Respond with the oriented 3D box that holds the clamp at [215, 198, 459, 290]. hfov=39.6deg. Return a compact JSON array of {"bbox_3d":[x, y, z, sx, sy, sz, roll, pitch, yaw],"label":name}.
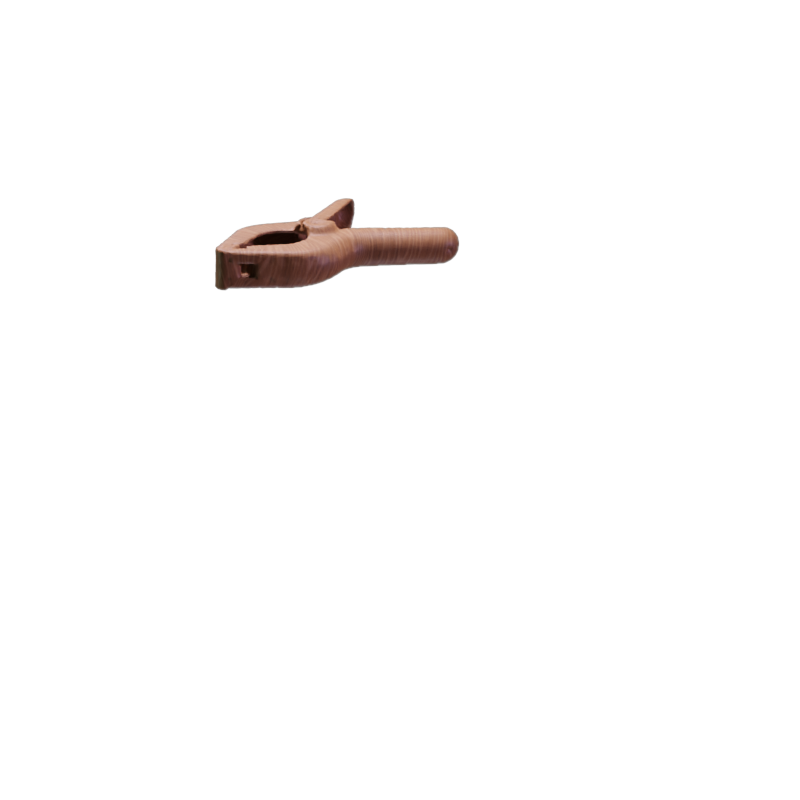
[{"bbox_3d":[-0.060,-0.109,0.761,0.167,0.038,0.127,-11,21,-32],"label":"clamp"}]
